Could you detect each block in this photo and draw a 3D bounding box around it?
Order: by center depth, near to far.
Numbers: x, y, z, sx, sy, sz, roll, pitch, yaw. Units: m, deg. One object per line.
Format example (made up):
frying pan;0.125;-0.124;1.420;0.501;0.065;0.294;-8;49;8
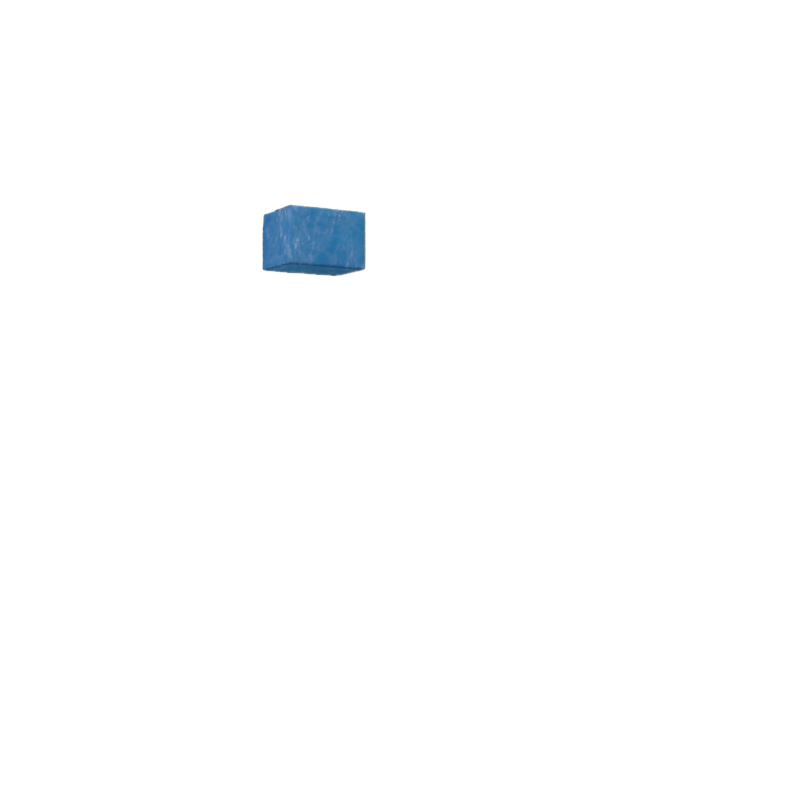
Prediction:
block;-0.076;-0.138;0.968;0.075;0.052;0.054;2;-5;-31
